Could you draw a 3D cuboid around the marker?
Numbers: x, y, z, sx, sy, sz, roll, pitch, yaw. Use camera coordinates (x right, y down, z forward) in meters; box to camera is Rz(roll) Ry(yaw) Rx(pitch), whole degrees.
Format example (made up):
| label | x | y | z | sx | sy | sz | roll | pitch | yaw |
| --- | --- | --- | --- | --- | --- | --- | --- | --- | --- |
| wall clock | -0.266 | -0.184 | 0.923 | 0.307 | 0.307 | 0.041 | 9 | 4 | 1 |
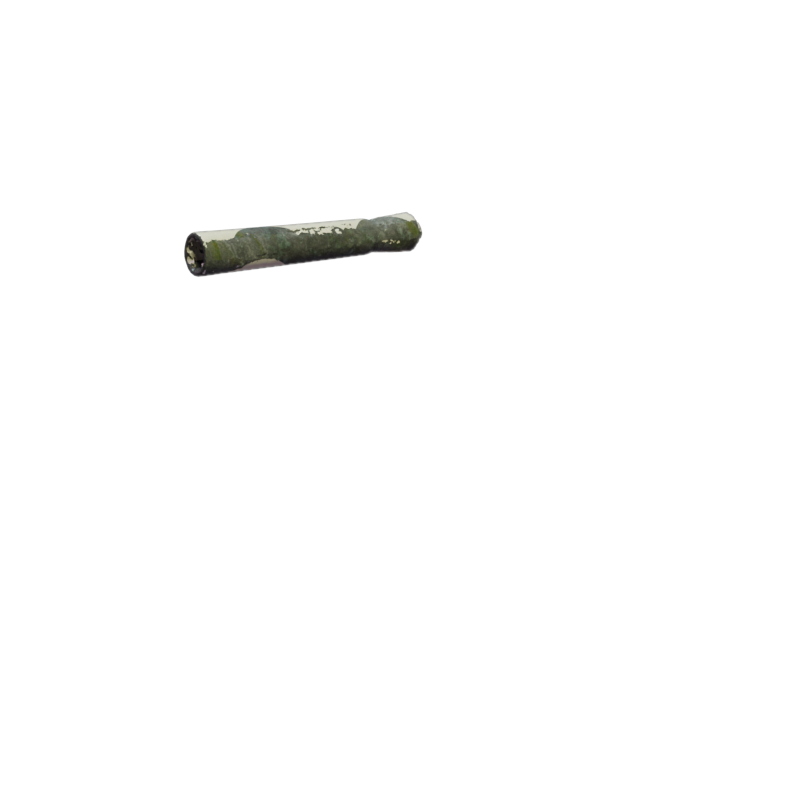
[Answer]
| label | x | y | z | sx | sy | sz | roll | pitch | yaw |
| --- | --- | --- | --- | --- | --- | --- | --- | --- | --- |
| marker | -0.038 | -0.070 | 0.491 | 0.118 | 0.019 | 0.021 | -12 | 11 | -36 |
